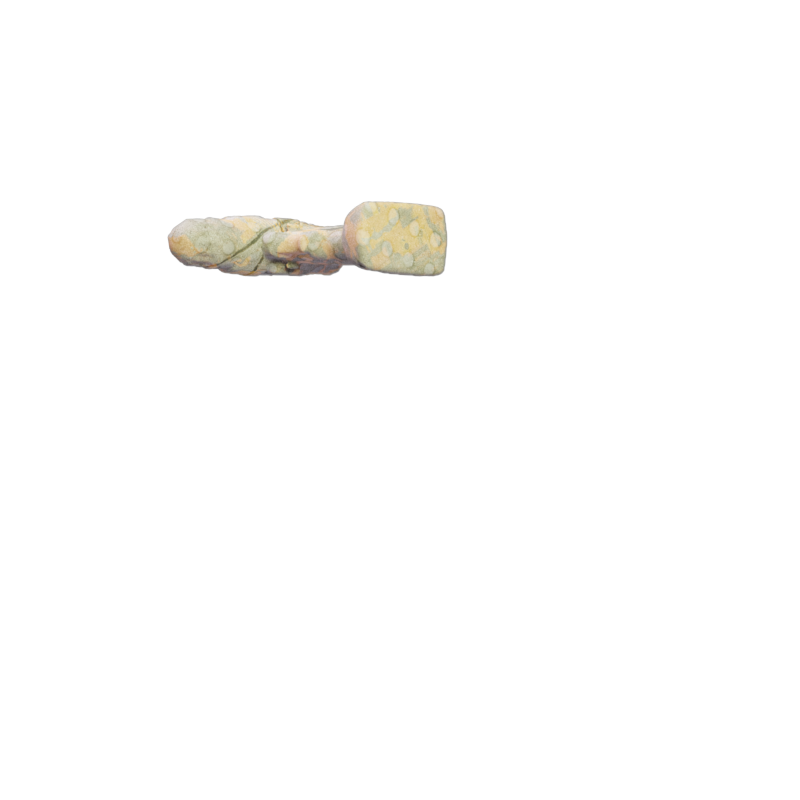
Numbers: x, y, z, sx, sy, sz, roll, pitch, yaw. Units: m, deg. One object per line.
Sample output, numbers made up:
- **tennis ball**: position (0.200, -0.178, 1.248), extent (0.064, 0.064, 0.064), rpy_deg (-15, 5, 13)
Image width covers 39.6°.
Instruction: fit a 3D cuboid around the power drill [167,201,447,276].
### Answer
- **power drill**: position (-0.071, -0.130, 0.908), extent (0.178, 0.057, 0.195), rpy_deg (-6, 8, -45)
